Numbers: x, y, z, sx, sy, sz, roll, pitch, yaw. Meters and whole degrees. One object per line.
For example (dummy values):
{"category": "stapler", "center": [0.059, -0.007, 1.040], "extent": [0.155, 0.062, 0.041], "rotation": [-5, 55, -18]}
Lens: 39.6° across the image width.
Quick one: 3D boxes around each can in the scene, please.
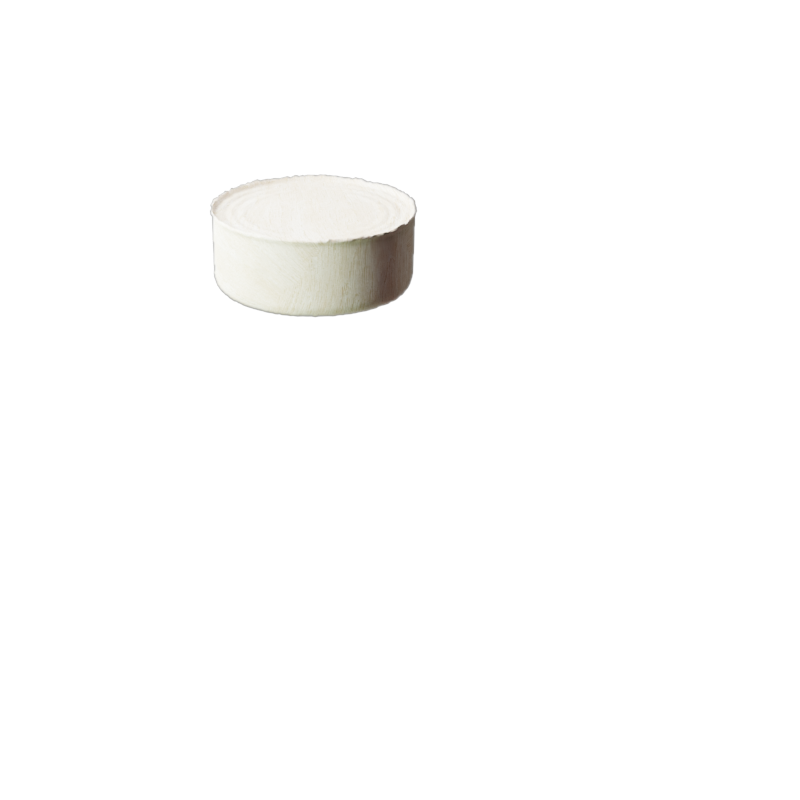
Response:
{"category": "can", "center": [-0.036, -0.066, 0.465], "extent": [0.086, 0.032, 0.091], "rotation": [-1, 27, -2]}
